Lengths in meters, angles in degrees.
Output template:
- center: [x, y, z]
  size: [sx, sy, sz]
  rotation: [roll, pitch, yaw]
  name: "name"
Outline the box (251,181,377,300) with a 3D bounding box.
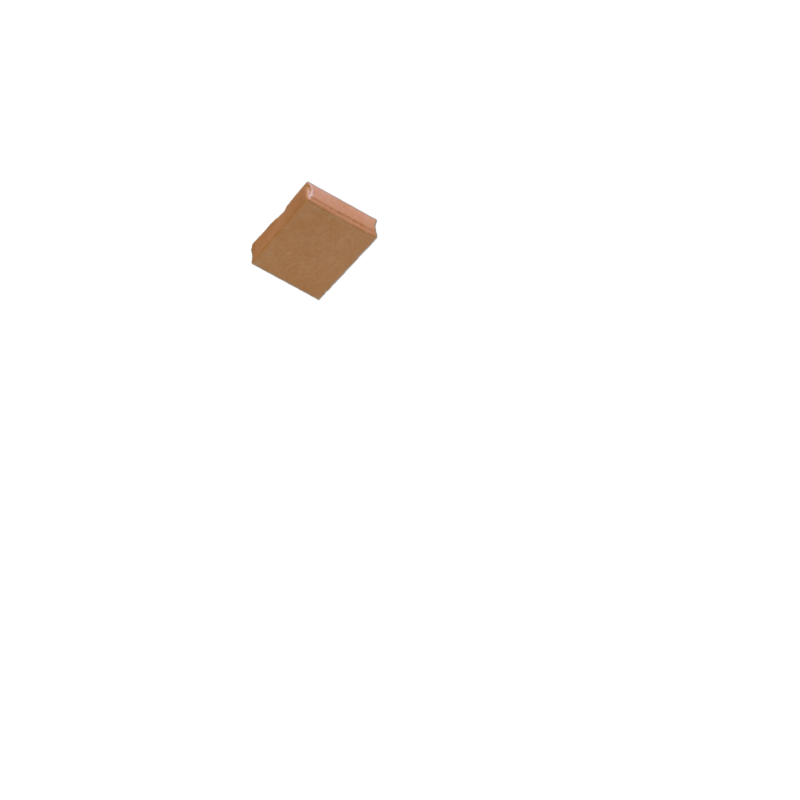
- center: [-0.075, -0.136, 0.950]
  size: [0.070, 0.032, 0.087]
  rotation: [28, -53, -25]
  name: "box"
